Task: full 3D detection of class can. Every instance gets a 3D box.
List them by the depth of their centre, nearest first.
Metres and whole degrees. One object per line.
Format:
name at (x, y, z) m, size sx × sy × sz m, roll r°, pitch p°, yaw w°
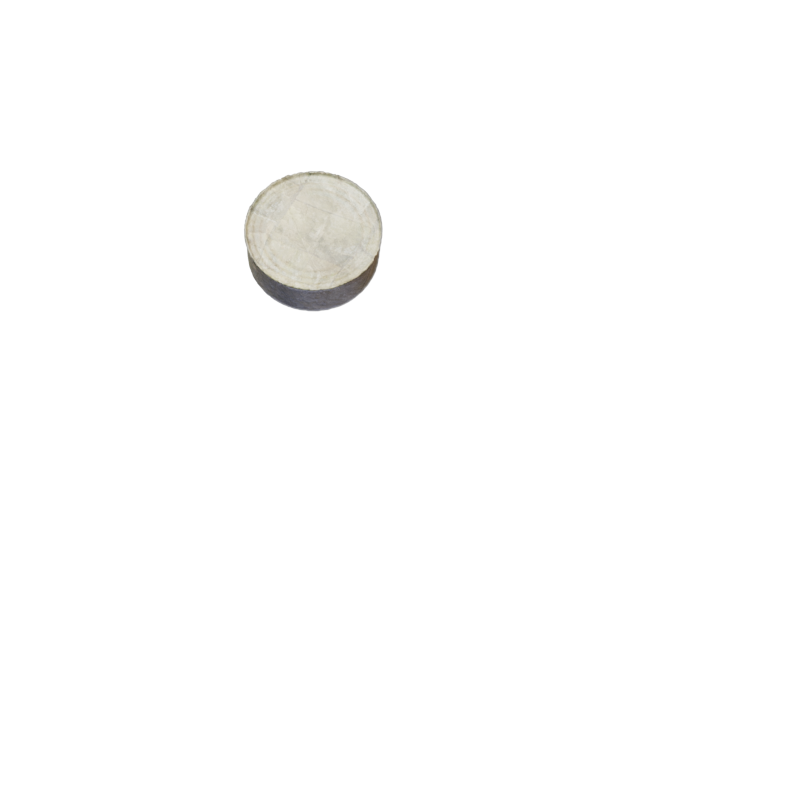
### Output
can at (-0.055, -0.100, 0.698) m, size 0.086 × 0.091 × 0.032 m, roll -1°, pitch -28°, yaw -1°
